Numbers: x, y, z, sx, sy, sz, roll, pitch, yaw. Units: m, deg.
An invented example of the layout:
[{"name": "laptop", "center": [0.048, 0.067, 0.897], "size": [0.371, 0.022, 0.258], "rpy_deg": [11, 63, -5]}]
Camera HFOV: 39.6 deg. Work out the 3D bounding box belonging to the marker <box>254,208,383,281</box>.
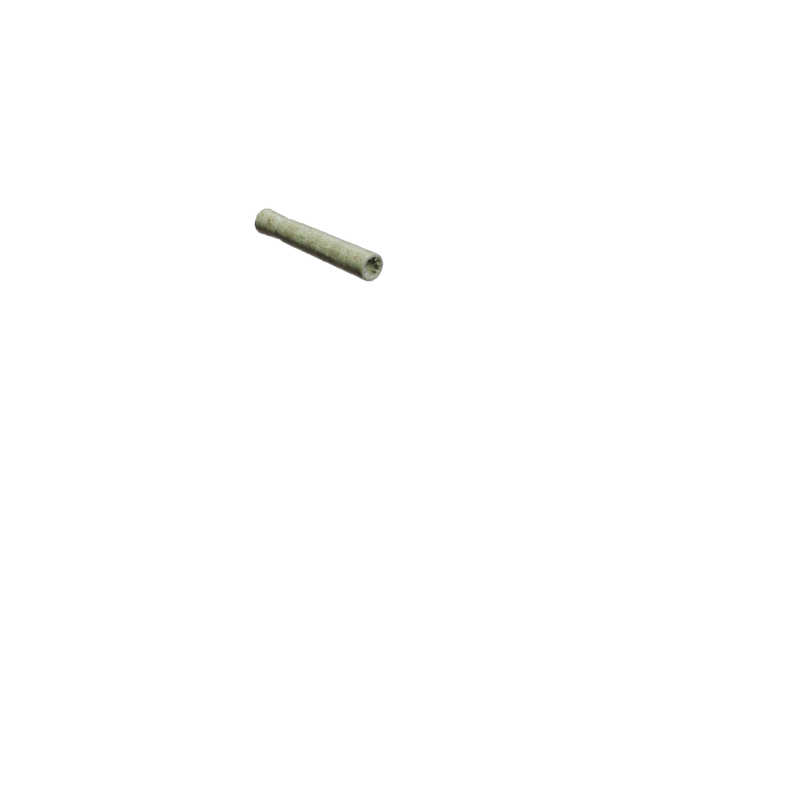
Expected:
[{"name": "marker", "center": [-0.058, -0.106, 0.743], "size": [0.019, 0.019, 0.129], "rpy_deg": [-3, 23, -42]}]
